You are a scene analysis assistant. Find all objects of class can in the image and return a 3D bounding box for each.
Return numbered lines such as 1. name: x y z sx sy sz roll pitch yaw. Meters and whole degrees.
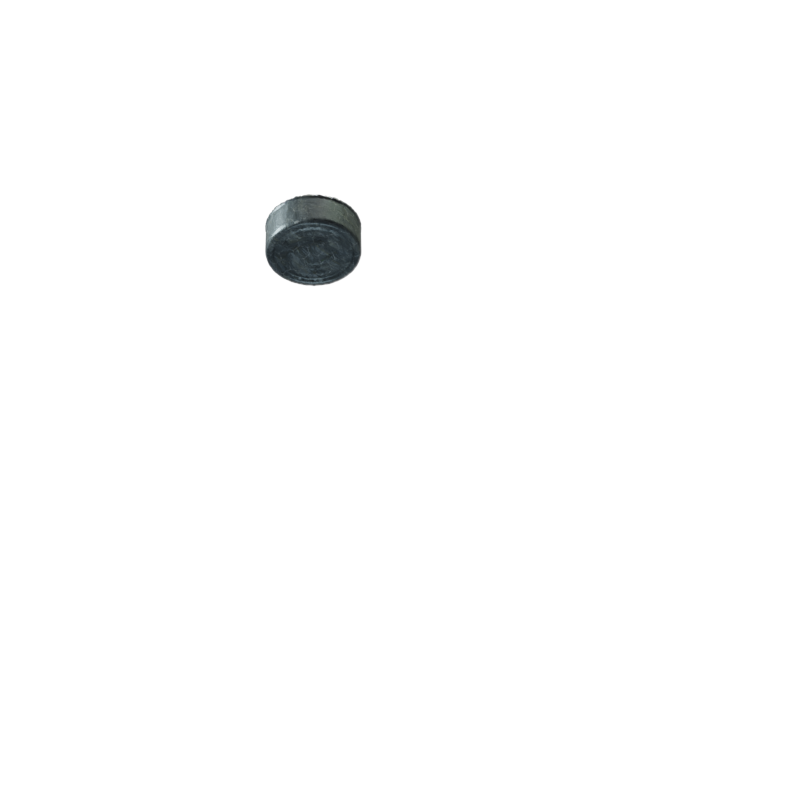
1. can: -0.076 -0.140 0.977 0.086 0.036 0.080 1 -38 -2
